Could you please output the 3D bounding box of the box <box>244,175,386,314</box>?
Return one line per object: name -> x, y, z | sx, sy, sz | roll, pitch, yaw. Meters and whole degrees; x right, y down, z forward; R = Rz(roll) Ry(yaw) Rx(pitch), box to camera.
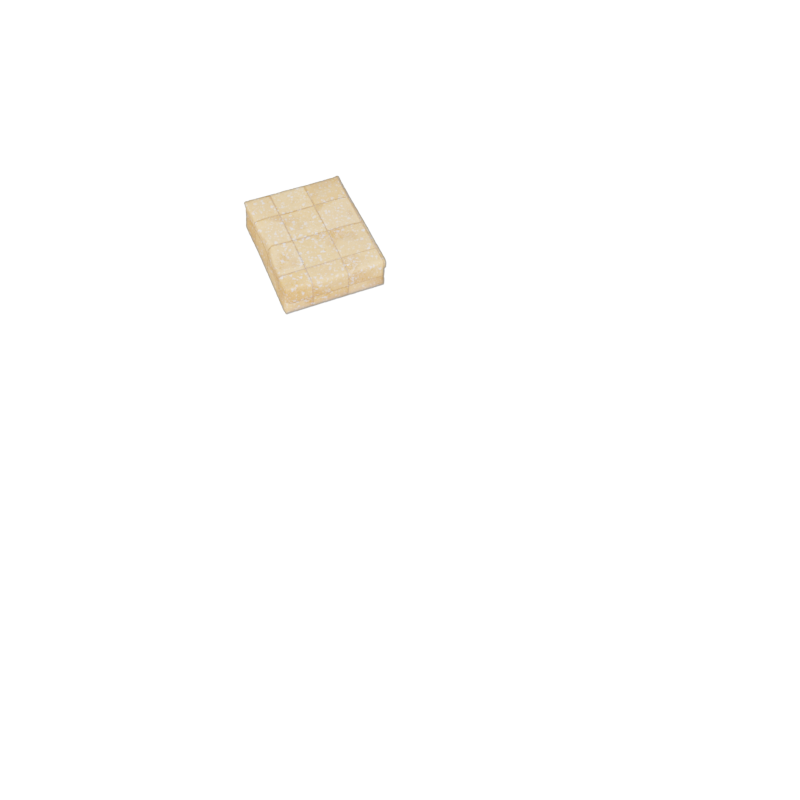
box -> -0.060, -0.110, 0.768 | 0.072, 0.096, 0.028 | -17, -35, -13
